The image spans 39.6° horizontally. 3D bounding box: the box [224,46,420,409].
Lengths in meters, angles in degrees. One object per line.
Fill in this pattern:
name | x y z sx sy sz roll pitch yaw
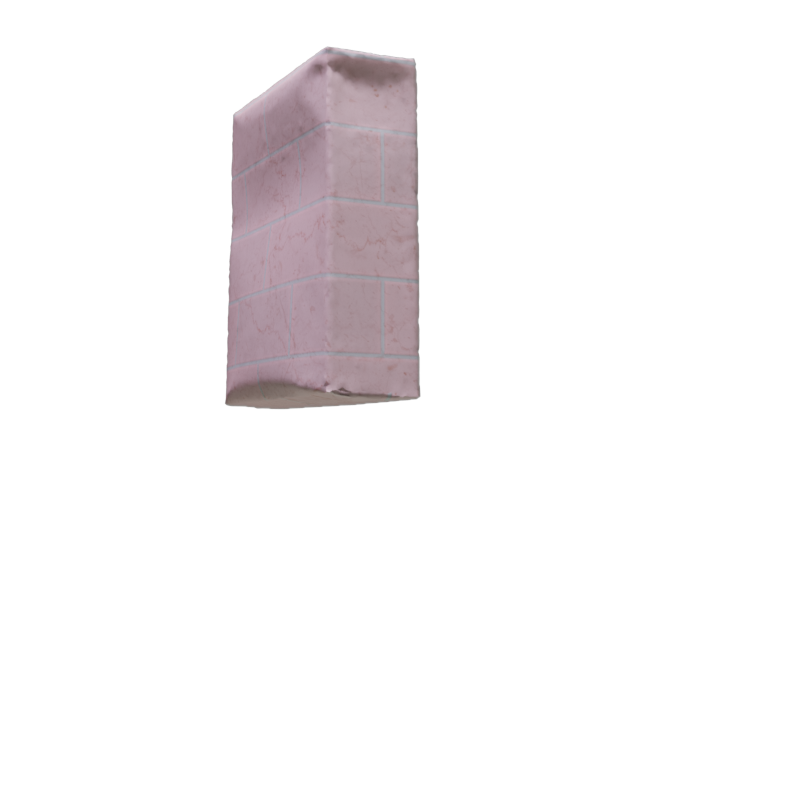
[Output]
box | -0.057 -0.104 0.729 0.069 0.219 0.167 4 -8 -29
